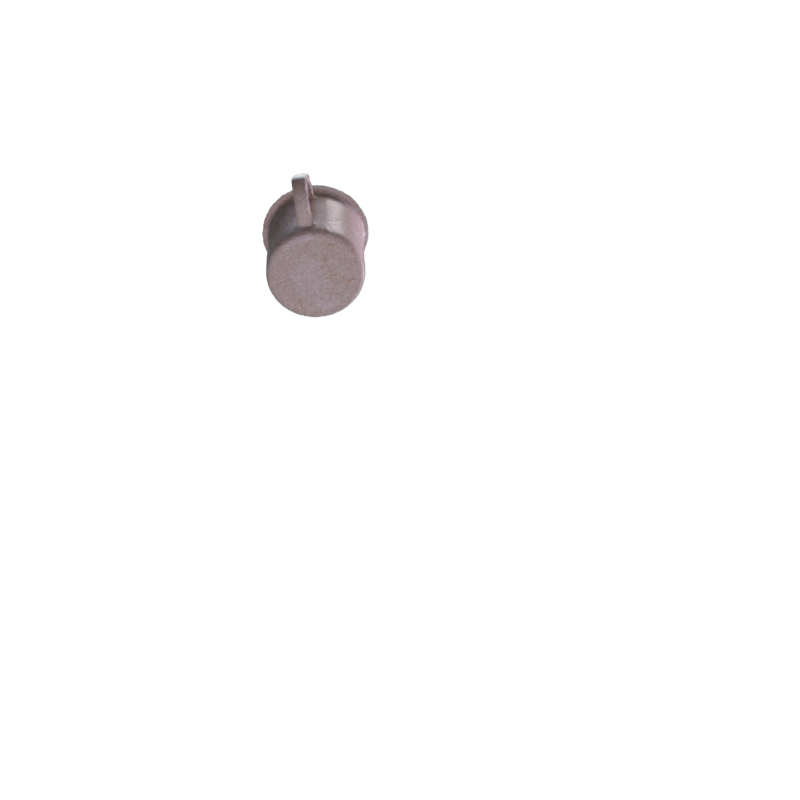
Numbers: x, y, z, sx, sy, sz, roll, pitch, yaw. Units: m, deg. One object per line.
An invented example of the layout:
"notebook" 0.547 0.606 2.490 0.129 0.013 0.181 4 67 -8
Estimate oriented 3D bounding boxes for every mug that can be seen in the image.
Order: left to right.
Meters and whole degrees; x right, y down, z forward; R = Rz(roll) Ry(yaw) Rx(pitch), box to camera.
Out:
"mug" -0.073 -0.133 0.929 0.093 0.110 0.087 -7 30 2
